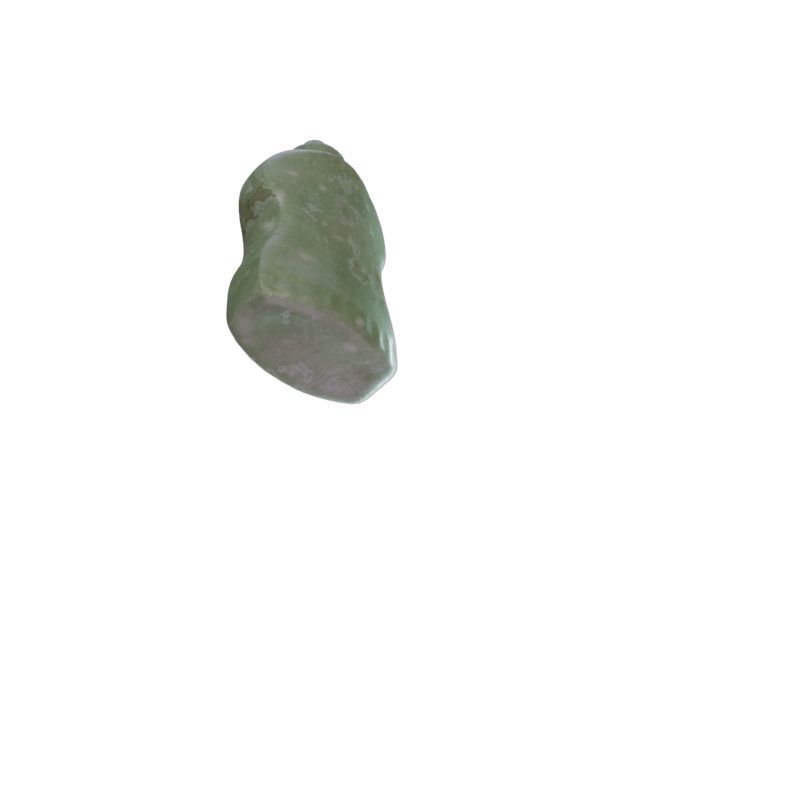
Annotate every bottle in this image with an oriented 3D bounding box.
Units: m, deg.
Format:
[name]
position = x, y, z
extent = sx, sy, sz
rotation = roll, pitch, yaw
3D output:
[bottle]
position = -0.050, -0.092, 0.644
extent = 0.091, 0.206, 0.057
rotation = 29, -56, -26
